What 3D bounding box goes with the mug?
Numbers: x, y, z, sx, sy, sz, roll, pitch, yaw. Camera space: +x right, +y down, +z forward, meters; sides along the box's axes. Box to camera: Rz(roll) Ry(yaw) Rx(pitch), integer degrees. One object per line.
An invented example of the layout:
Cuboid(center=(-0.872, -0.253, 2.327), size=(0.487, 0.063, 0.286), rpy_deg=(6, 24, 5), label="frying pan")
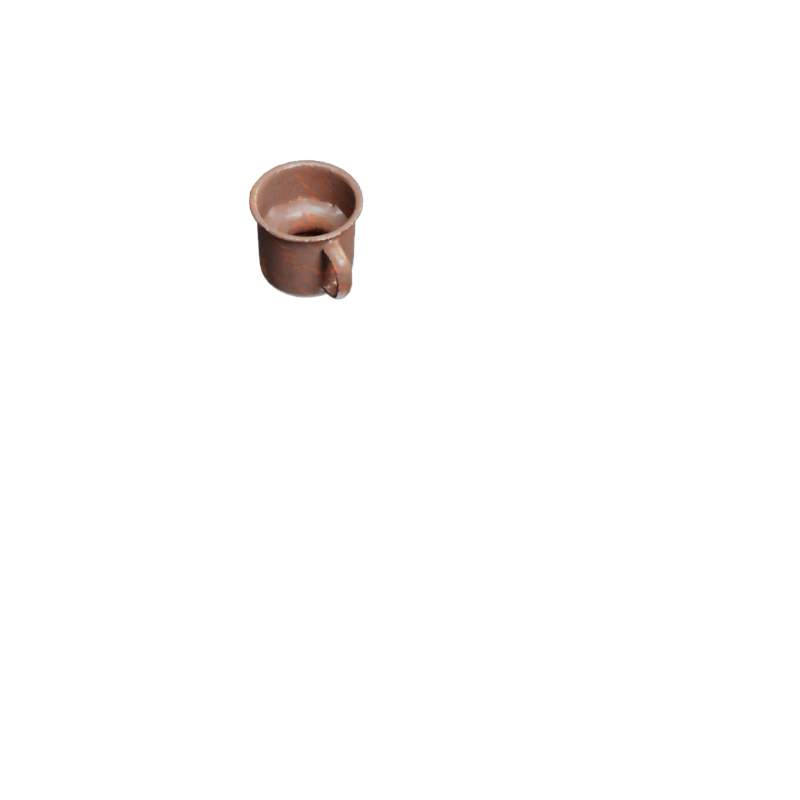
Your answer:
Cuboid(center=(-0.072, -0.132, 0.921), size=(0.093, 0.126, 0.076), rpy_deg=(-25, -34, -20), label="mug")
